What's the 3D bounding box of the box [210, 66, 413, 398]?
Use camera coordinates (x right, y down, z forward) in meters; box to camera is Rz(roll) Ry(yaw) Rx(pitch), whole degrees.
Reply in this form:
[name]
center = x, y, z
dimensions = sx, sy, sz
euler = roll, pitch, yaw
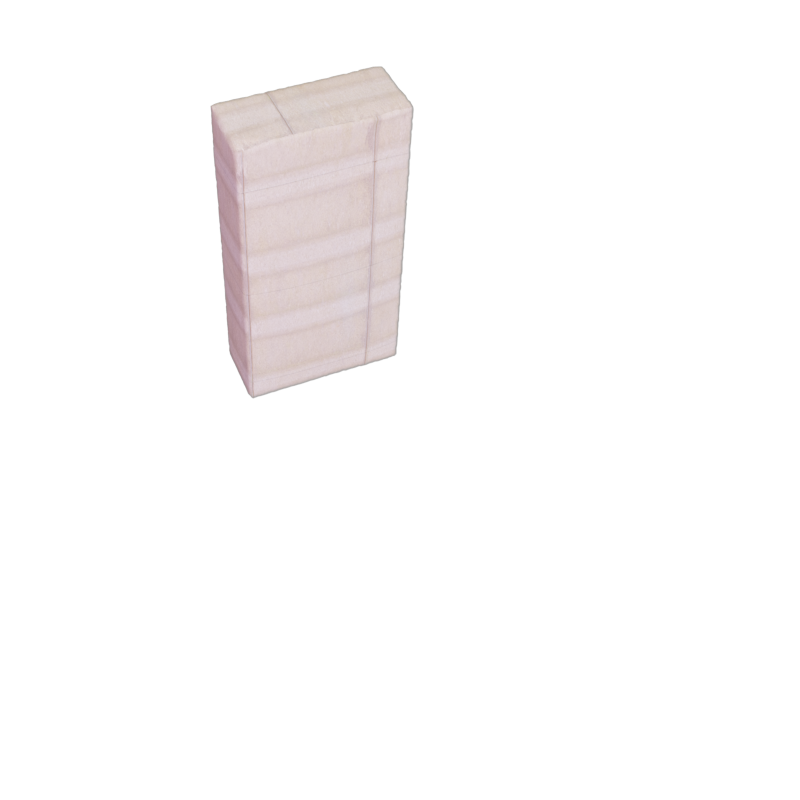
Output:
[box]
center = -0.046, -0.083, 0.583
dimensions = 0.092, 0.052, 0.164
euler = -17, -38, -17
